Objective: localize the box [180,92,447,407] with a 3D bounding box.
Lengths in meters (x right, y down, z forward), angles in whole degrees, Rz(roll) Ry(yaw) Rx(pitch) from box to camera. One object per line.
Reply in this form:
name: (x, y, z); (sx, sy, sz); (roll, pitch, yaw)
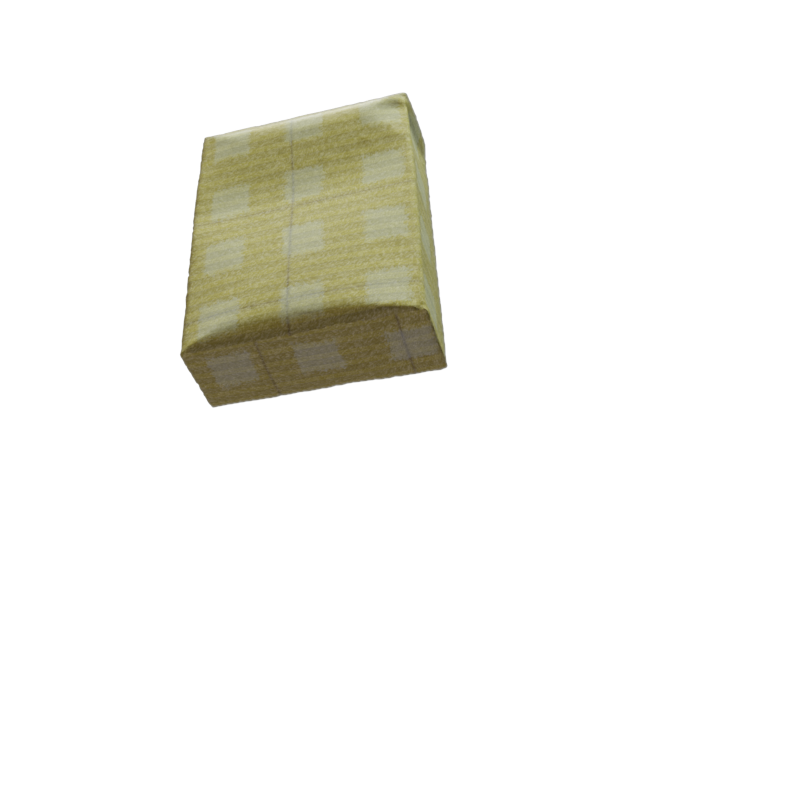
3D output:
box: (-0.061, -0.111, 0.779); (0.166, 0.229, 0.066); (-11, -40, 10)
